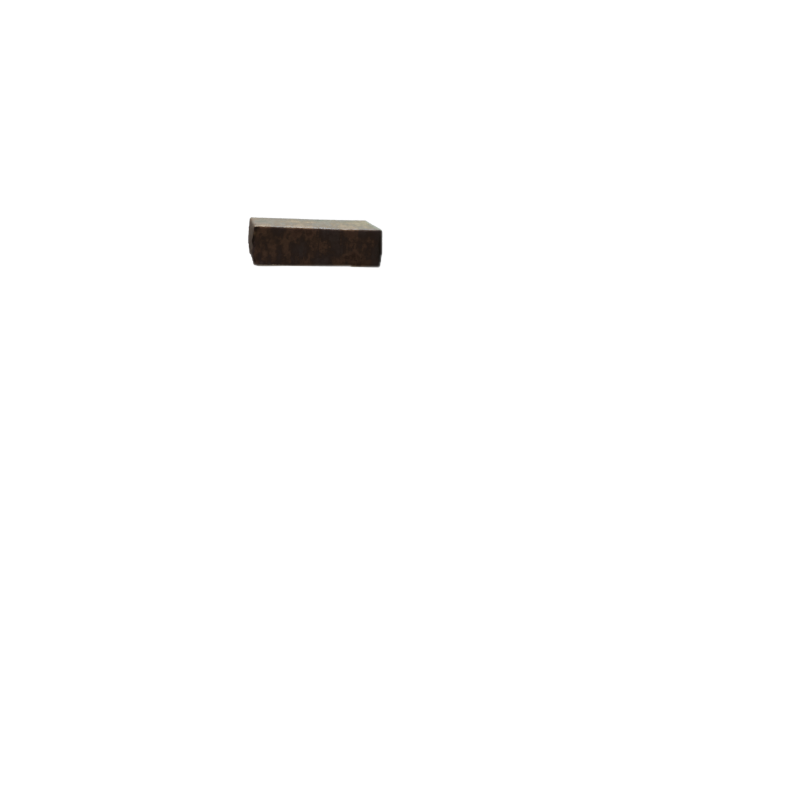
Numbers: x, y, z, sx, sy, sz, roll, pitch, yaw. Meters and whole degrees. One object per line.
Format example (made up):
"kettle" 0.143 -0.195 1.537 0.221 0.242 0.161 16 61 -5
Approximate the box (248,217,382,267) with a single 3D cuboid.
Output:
"box" -0.077 -0.141 0.984 0.112 0.038 0.093 -2 12 -7
